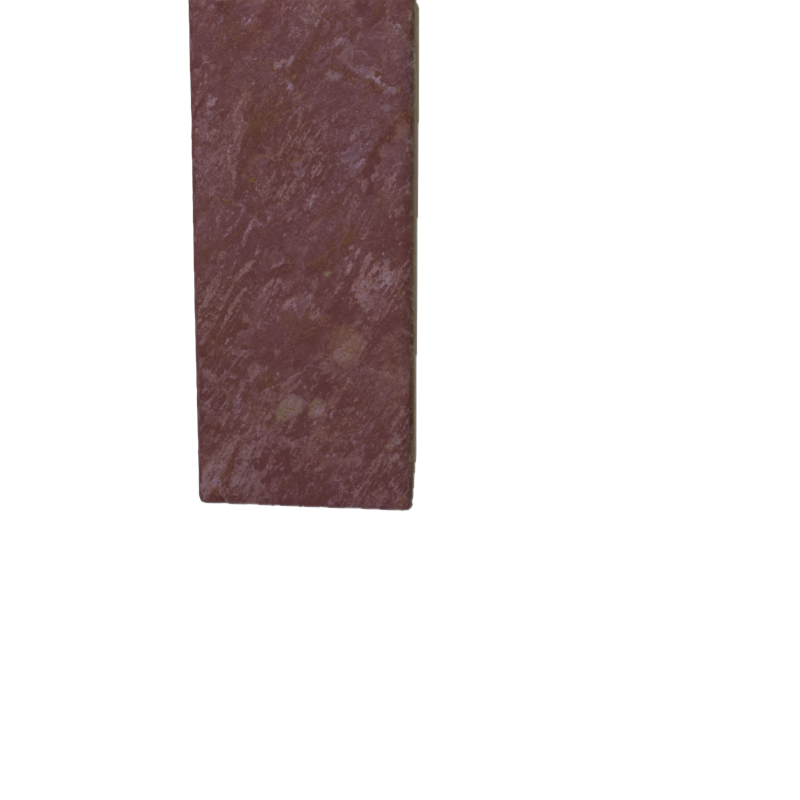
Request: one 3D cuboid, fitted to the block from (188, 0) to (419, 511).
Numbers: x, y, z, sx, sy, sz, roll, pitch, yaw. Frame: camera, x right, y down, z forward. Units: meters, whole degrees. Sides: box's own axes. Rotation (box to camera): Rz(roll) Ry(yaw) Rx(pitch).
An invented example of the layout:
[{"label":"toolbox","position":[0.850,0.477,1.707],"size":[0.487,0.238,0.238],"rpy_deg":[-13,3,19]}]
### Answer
[{"label":"block","position":[-0.038,-0.068,0.479],"size":[0.091,0.202,0.091],"rpy_deg":[1,8,4]}]
